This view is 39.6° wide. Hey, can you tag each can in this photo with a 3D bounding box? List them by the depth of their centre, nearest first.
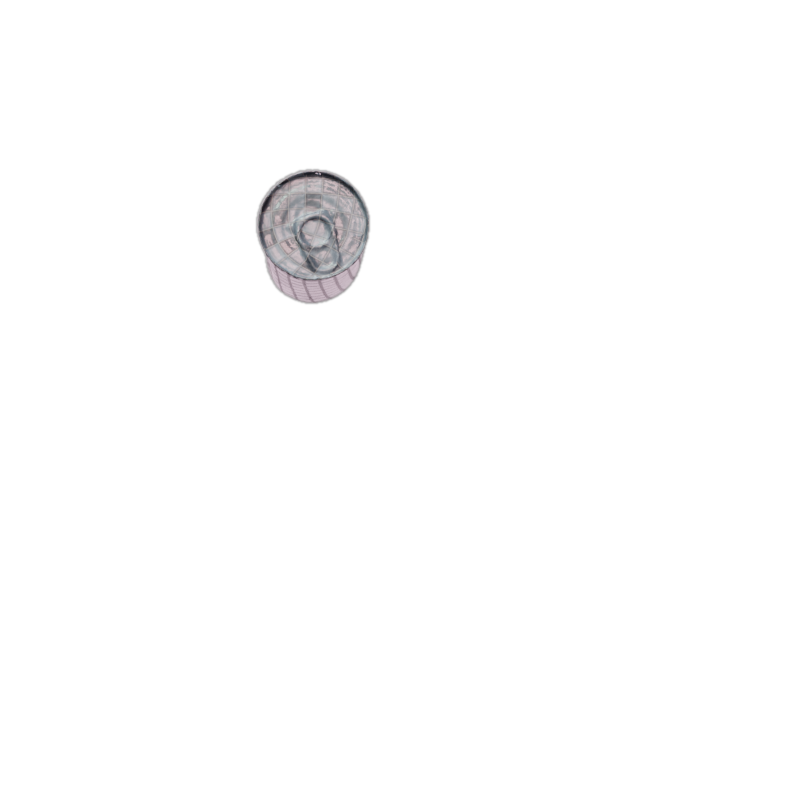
[{"bbox_3d":[-0.056,-0.102,0.717,0.068,0.070,0.100,0,-6,-3],"label":"can"}]
